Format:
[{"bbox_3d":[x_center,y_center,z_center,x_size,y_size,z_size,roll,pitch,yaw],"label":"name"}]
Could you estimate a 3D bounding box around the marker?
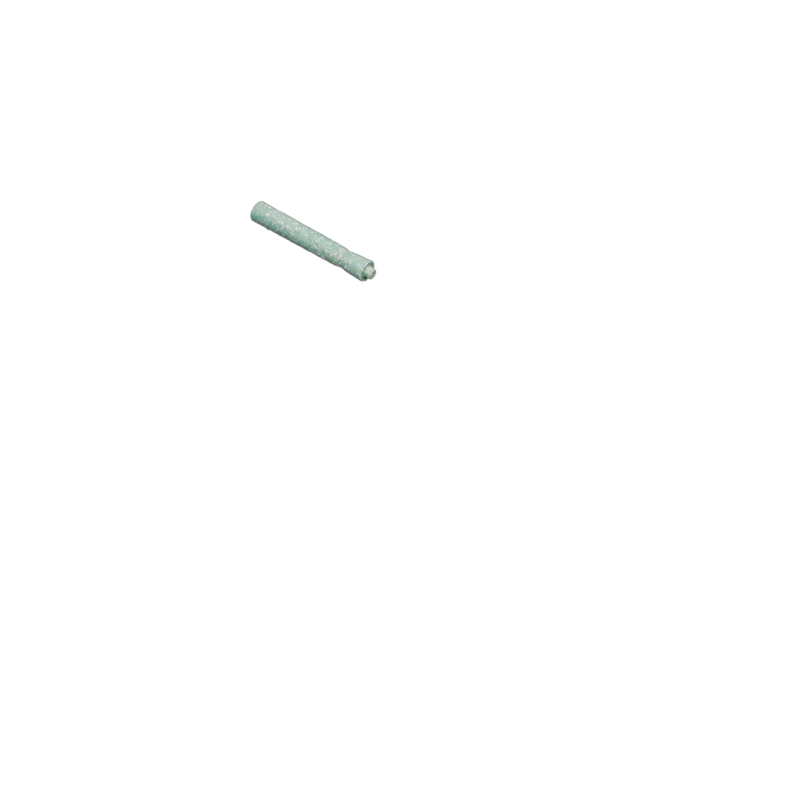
[{"bbox_3d":[-0.070,-0.128,0.899,0.128,0.019,0.019,31,17,26],"label":"marker"}]
